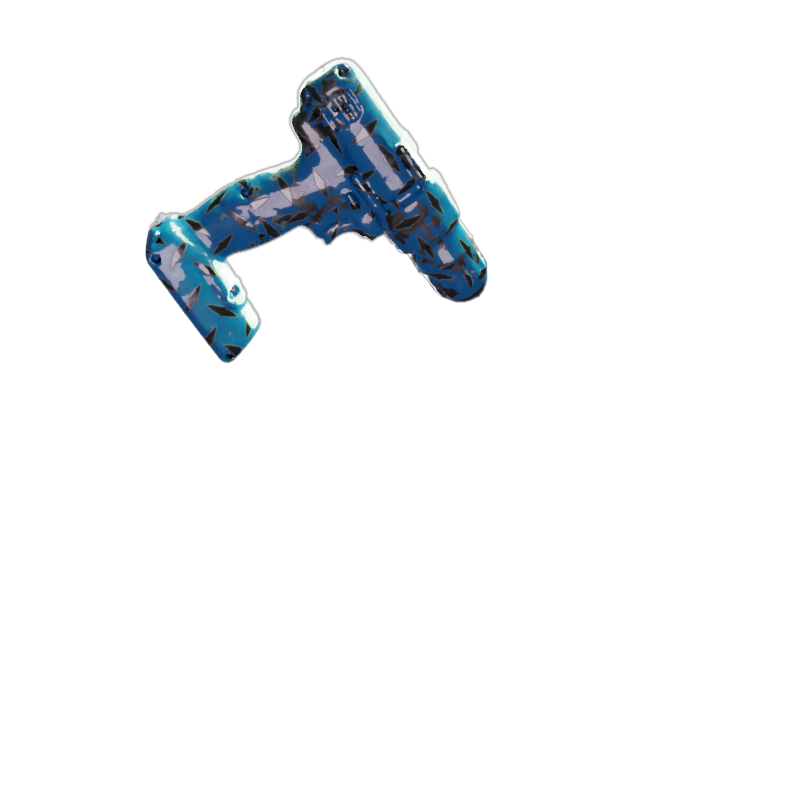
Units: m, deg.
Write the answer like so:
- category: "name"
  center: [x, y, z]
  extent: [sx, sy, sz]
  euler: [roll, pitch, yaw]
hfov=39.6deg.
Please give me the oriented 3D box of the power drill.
- category: "power drill"
  center: [-0.057, -0.104, 0.730]
  extent: [0.187, 0.177, 0.060]
  euler: [-32, 16, 10]
